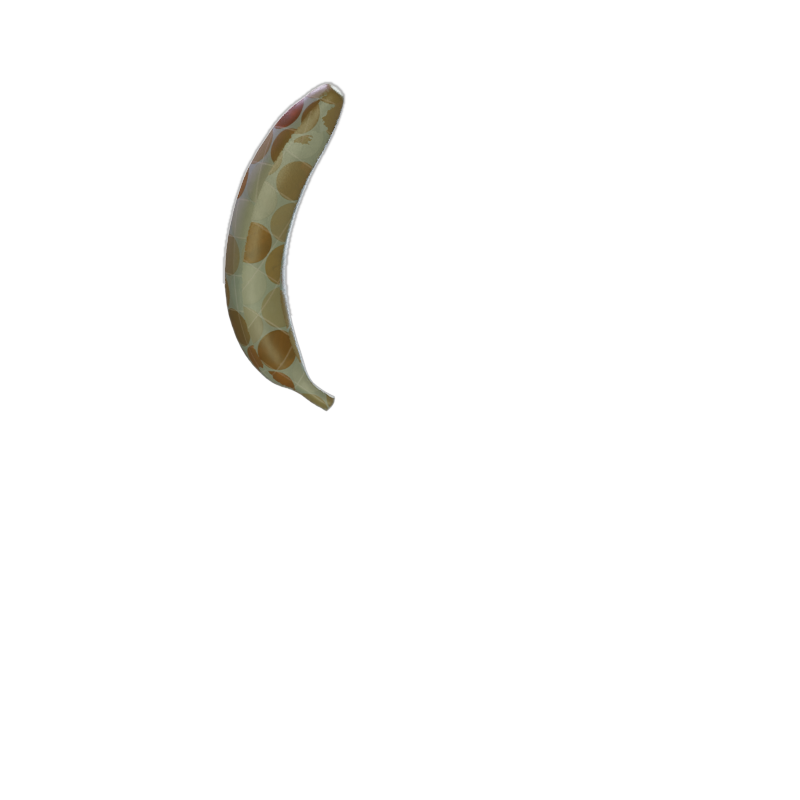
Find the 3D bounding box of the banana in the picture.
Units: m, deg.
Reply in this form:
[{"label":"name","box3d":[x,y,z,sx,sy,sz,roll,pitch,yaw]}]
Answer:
[{"label":"banana","box3d":[-0.071,-0.092,0.665,0.069,0.191,0.038,2,15,-2]}]
